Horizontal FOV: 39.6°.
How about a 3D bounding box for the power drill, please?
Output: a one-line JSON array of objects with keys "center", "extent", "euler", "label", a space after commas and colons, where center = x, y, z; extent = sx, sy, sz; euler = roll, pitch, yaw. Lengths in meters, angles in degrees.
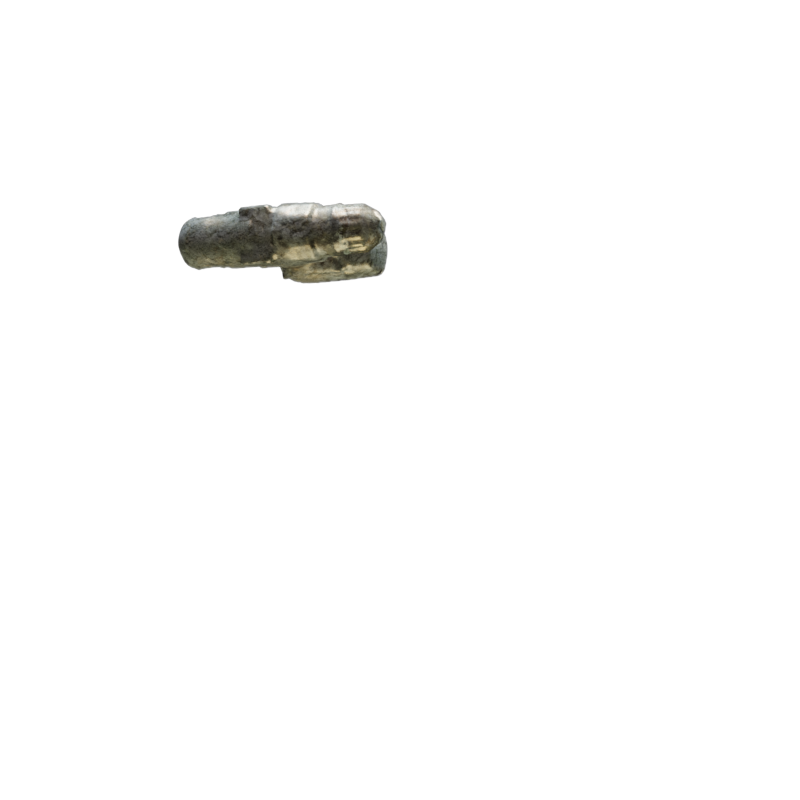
[{"center": [-0.077, -0.141, 0.984], "extent": [0.189, 0.058, 0.181], "euler": [0, 0, 22], "label": "power drill"}]
